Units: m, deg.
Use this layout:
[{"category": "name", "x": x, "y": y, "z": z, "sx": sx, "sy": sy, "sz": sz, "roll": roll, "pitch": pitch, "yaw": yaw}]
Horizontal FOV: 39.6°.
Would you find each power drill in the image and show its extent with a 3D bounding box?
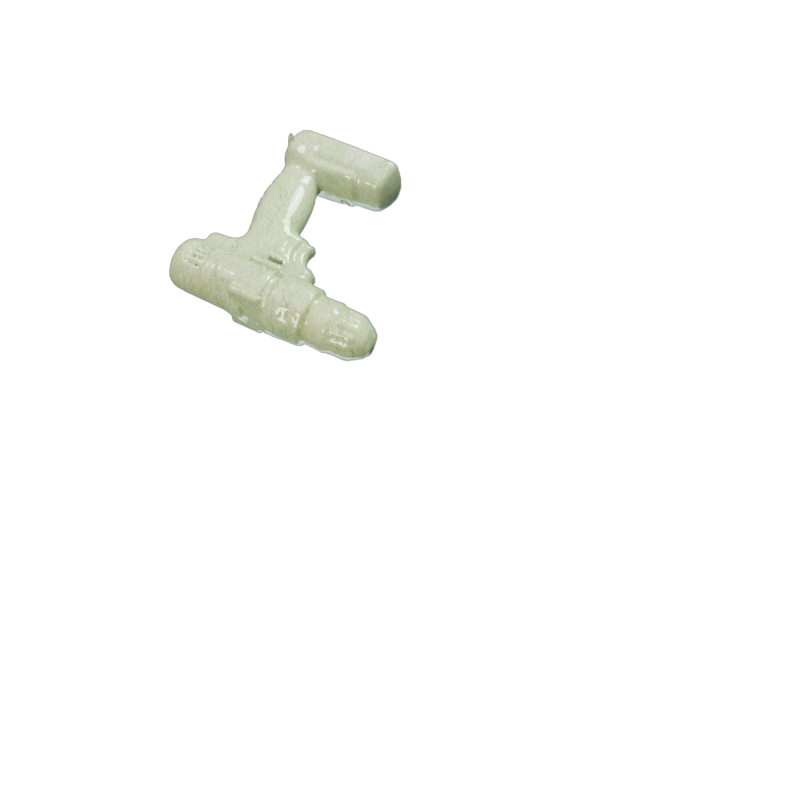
[{"category": "power drill", "x": -0.072, "y": -0.132, "z": 0.925, "sx": 0.191, "sy": 0.194, "sz": 0.054, "roll": 23, "pitch": -32, "yaw": 16}]
